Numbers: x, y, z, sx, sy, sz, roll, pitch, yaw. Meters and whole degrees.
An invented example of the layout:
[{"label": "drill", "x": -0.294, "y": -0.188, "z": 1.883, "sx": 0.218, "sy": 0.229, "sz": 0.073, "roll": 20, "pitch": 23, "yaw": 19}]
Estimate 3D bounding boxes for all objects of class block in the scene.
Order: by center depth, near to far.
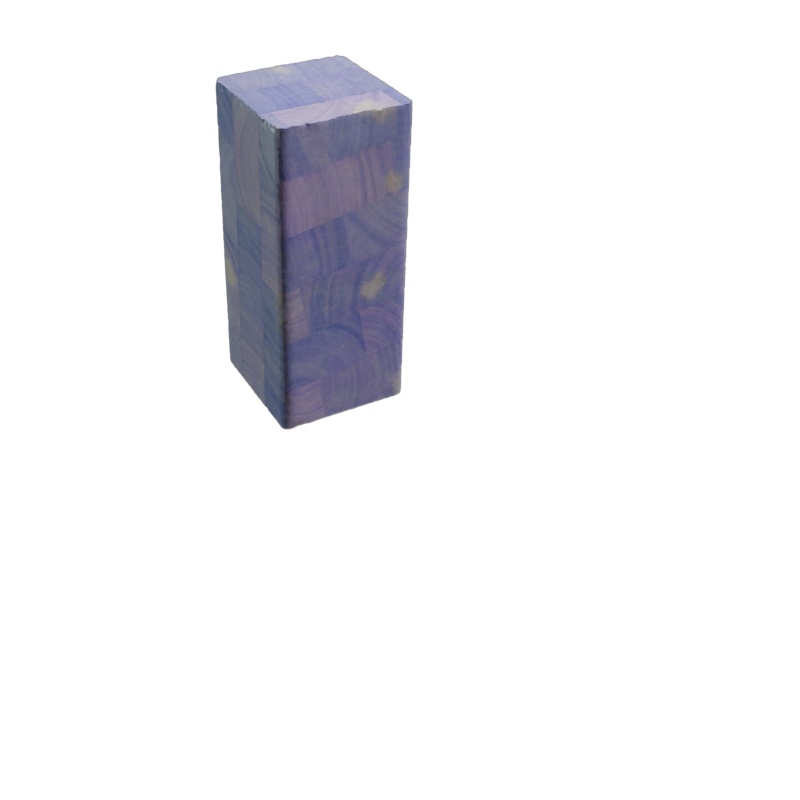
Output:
[{"label": "block", "x": -0.055, "y": -0.099, "z": 0.696, "sx": 0.089, "sy": 0.194, "sz": 0.098, "roll": -15, "pitch": 36, "yaw": -25}]
